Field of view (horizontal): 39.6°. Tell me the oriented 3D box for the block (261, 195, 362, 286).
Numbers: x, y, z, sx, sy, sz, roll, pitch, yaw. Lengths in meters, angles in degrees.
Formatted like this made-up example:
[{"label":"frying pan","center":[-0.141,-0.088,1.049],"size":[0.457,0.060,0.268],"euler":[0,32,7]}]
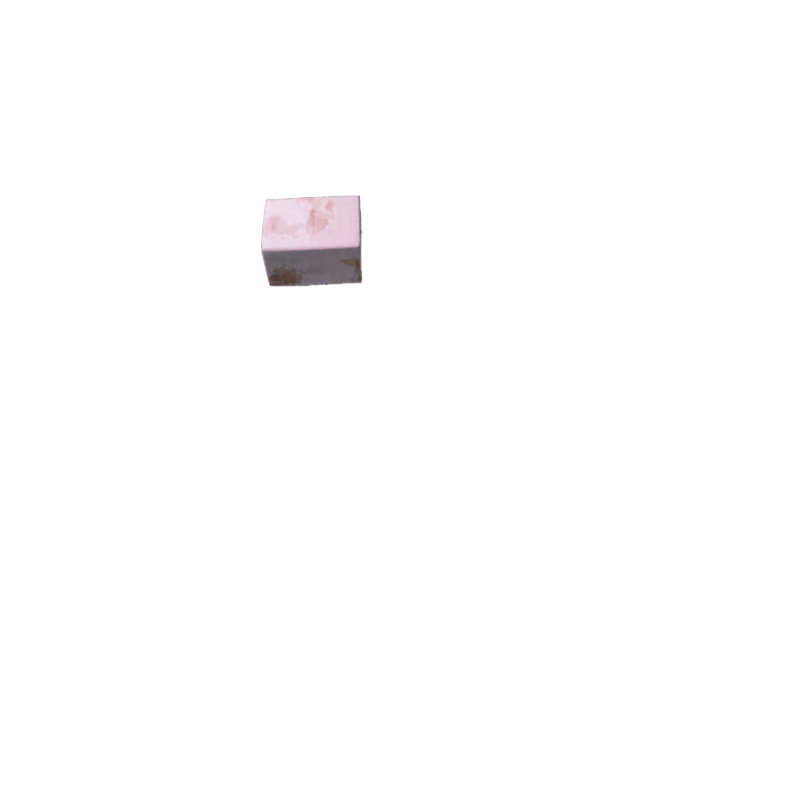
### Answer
[{"label":"block","center":[-0.069,-0.126,0.886],"size":[0.078,0.055,0.049],"euler":[-2,-33,2]}]
